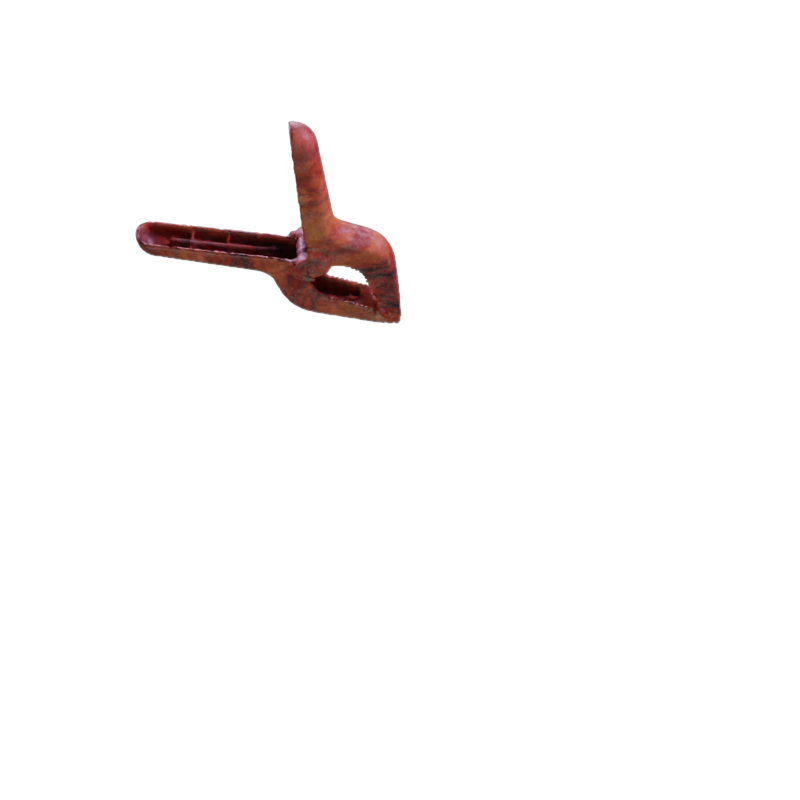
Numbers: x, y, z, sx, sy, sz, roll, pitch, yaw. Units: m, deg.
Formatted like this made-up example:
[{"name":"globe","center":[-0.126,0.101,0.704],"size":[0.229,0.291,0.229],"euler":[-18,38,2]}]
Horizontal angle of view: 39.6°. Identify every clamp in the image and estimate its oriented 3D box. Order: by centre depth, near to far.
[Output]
[{"name":"clamp","center":[-0.063,-0.116,0.810],"size":[0.198,0.039,0.163],"euler":[27,-43,-34]}]
